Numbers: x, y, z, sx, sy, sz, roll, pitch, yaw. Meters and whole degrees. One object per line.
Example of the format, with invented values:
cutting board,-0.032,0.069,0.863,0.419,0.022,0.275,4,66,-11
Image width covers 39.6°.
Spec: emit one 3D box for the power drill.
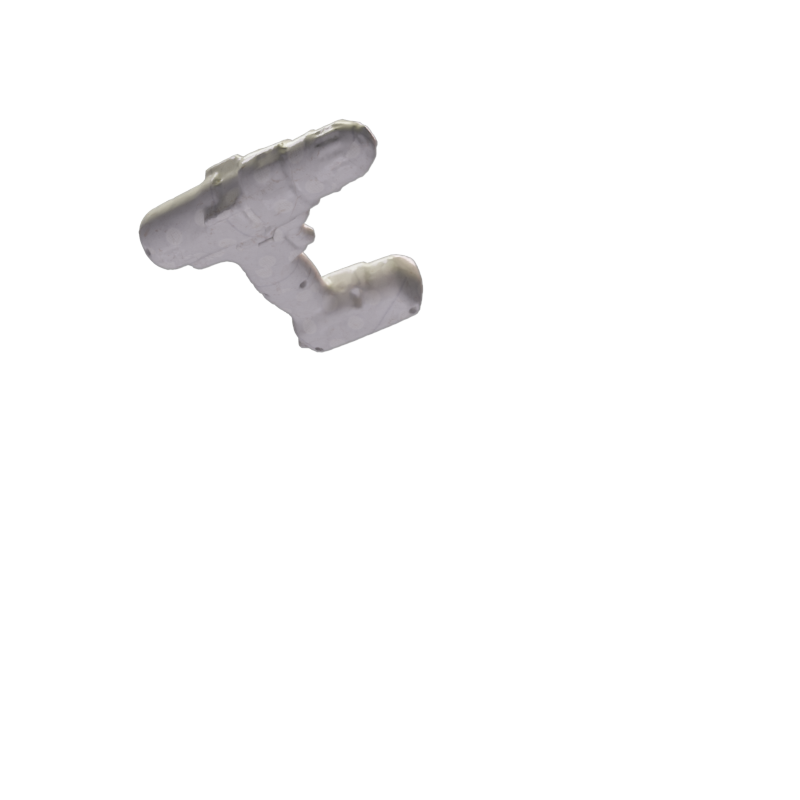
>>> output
power drill,-0.061,-0.112,0.785,0.186,0.061,0.174,-19,-37,27
